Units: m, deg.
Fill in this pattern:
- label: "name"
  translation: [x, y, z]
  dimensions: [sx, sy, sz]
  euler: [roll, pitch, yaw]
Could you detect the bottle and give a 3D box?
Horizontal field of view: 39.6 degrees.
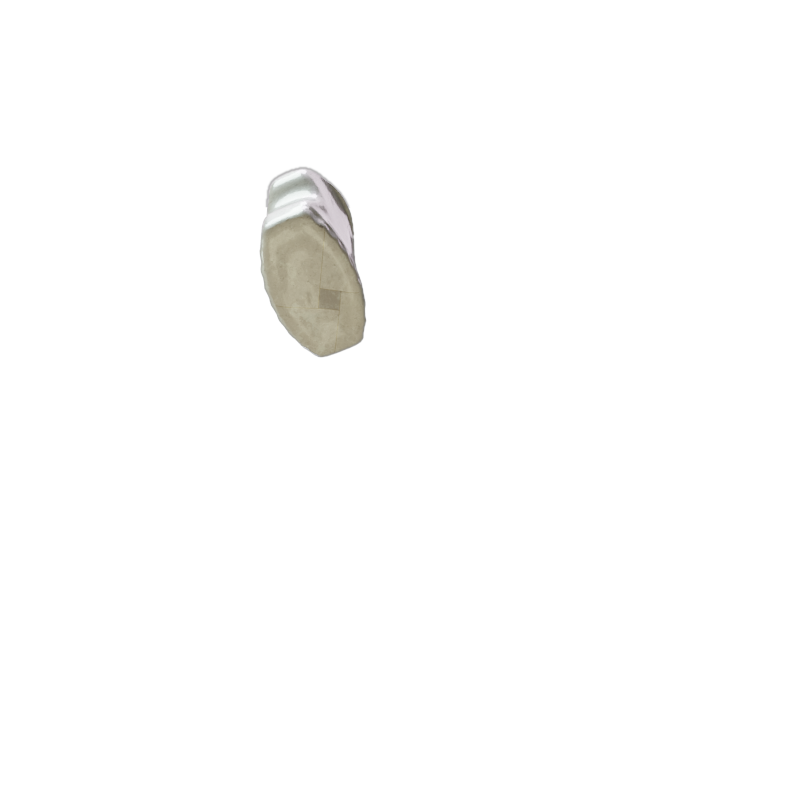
- label: "bottle"
  translation: [-0.061, -0.110, 0.774]
  dimensions: [0.058, 0.091, 0.202]
  euler: [-23, 24, 7]
